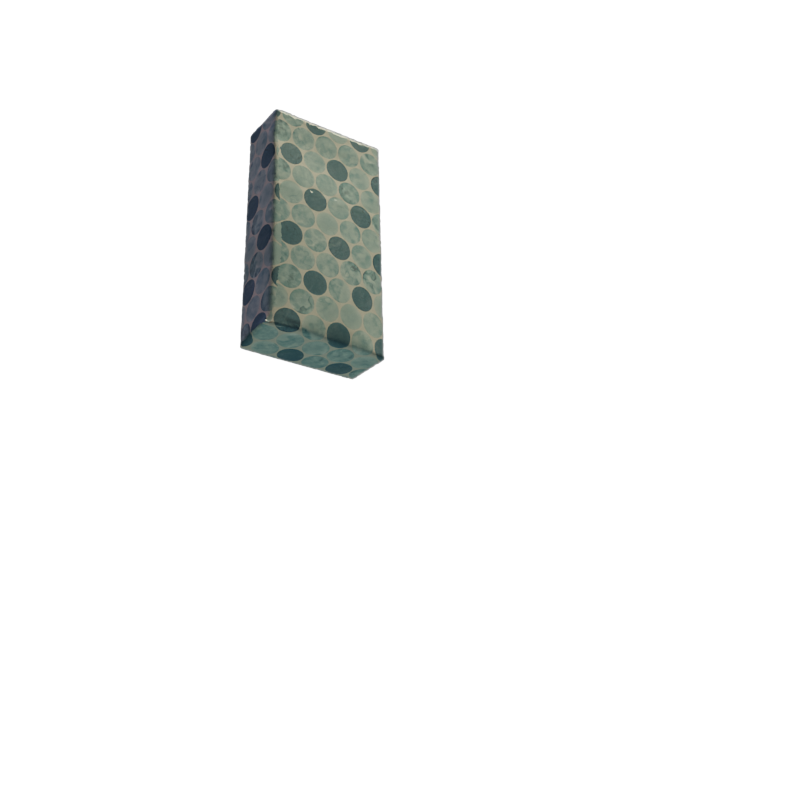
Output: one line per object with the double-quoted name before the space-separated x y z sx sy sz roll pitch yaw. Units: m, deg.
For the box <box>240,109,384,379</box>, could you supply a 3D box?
"box" -0.061 -0.111 0.779 0.089 0.188 0.047 17 -37 -29
